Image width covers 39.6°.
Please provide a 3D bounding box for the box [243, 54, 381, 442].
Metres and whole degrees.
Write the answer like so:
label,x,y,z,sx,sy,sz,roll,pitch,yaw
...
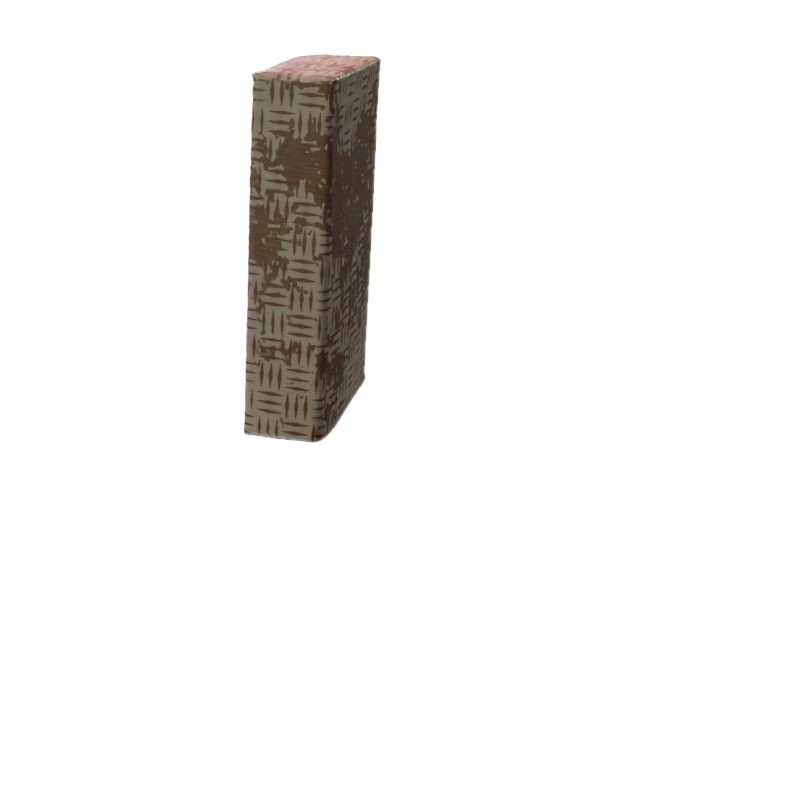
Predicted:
label,x,y,z,sx,sy,sz,roll,pitch,yaw
box,-0.043,-0.078,0.547,0.049,0.170,0.095,4,17,12
